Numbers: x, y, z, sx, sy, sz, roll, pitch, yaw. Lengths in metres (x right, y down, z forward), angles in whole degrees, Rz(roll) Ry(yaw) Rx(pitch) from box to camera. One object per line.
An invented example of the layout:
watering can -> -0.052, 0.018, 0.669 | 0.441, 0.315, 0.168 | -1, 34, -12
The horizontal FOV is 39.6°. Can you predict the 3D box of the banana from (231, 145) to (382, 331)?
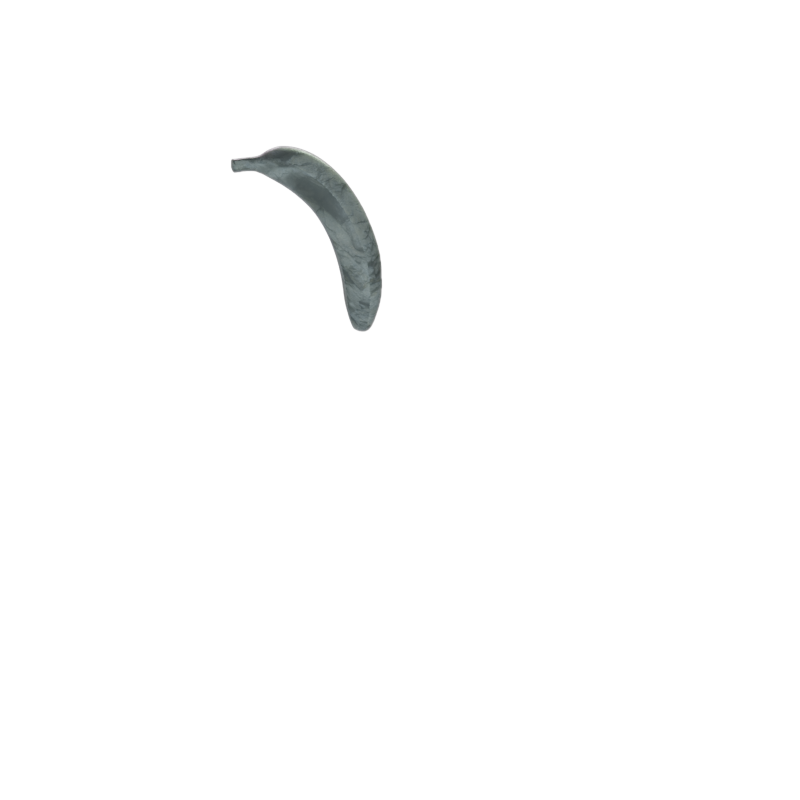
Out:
banana -> -0.061, -0.147, 0.944 | 0.069, 0.188, 0.039 | -32, 22, 14
